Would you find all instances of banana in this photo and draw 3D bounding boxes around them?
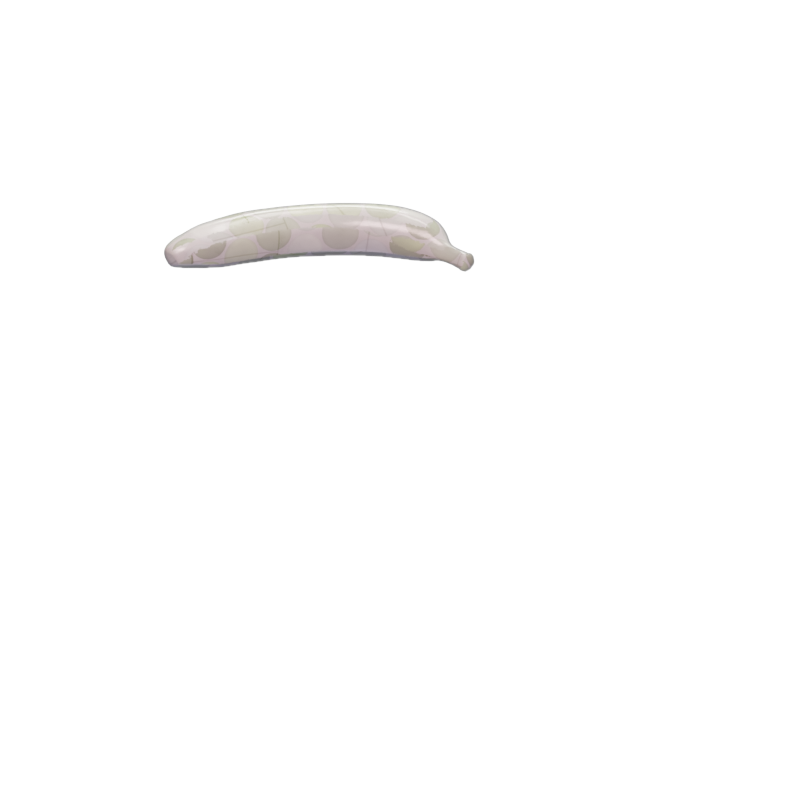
[{"bbox_3d":[-0.055,-0.109,0.732,0.197,0.035,0.073,-1,19,-4],"label":"banana"}]
